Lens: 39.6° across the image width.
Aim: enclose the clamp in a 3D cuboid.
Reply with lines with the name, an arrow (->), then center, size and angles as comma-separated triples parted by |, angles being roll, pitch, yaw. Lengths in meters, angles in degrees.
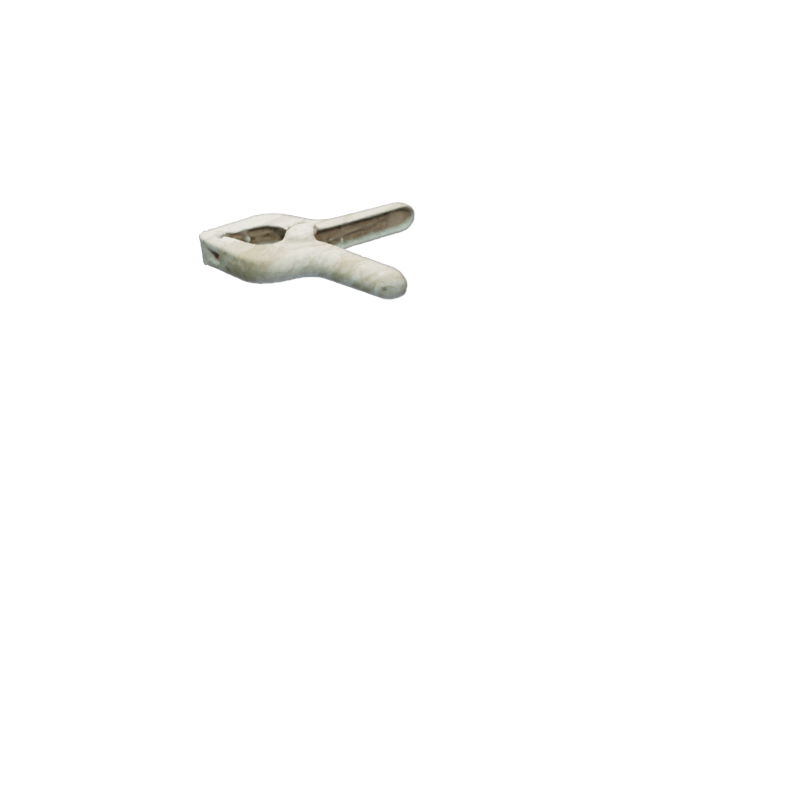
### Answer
clamp -> -0.068, -0.124, 0.871 | 0.175, 0.037, 0.125 | 8, 32, 13
